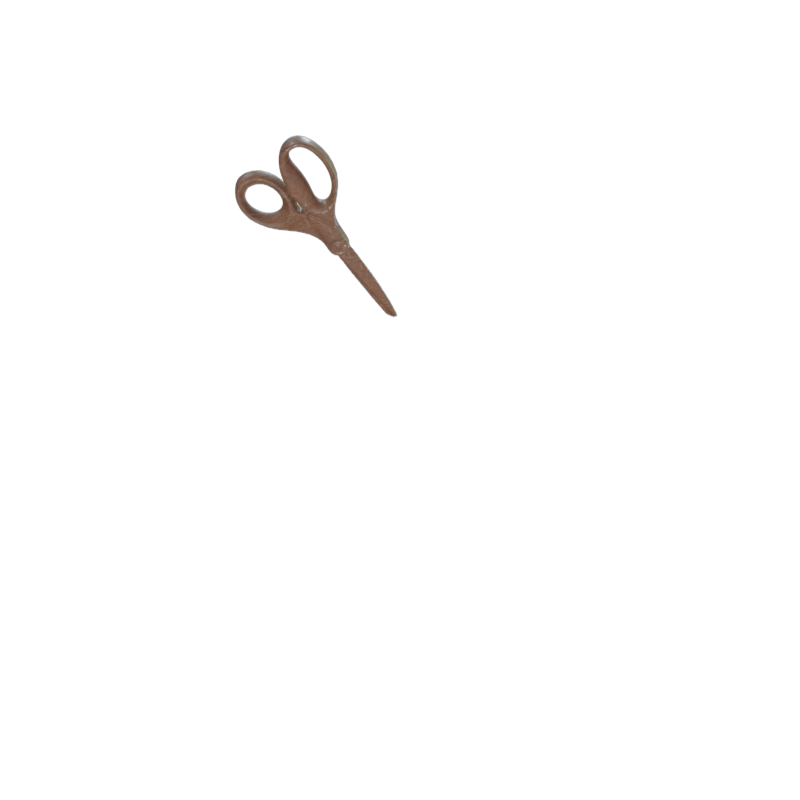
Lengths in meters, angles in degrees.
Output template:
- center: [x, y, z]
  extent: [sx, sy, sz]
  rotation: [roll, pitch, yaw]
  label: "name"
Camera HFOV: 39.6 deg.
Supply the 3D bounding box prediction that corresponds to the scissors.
- center: [-0.075, -0.136, 0.953]
  extent: [0.097, 0.187, 0.017]
  rotation: [-13, 36, 10]
  label: "scissors"
